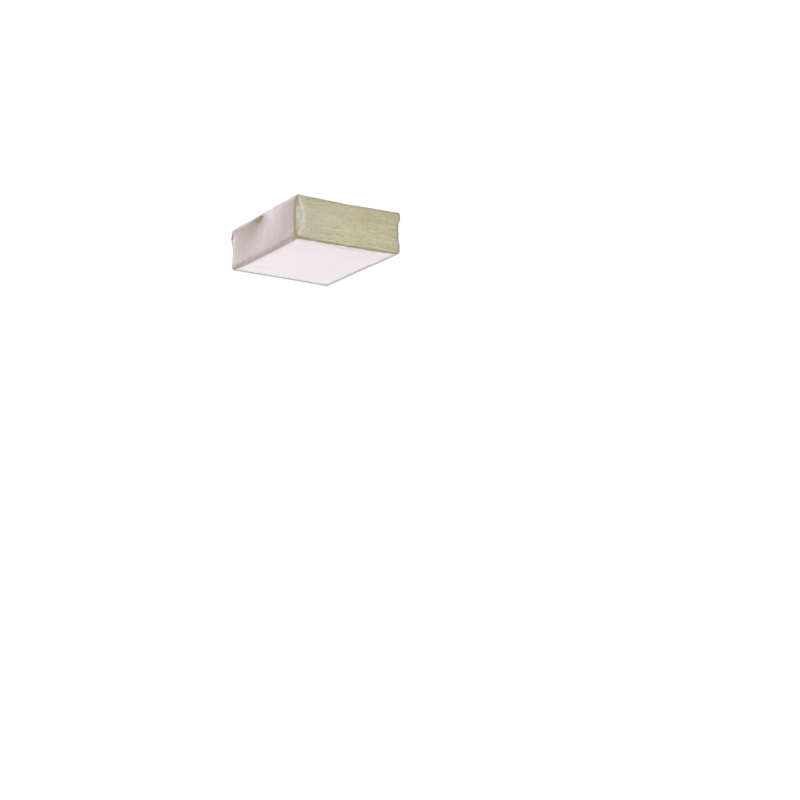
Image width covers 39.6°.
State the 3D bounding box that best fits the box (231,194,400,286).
[{"bbox_3d":[-0.054,-0.099,0.694,0.070,0.031,0.090,6,-12,-32],"label":"box"}]
